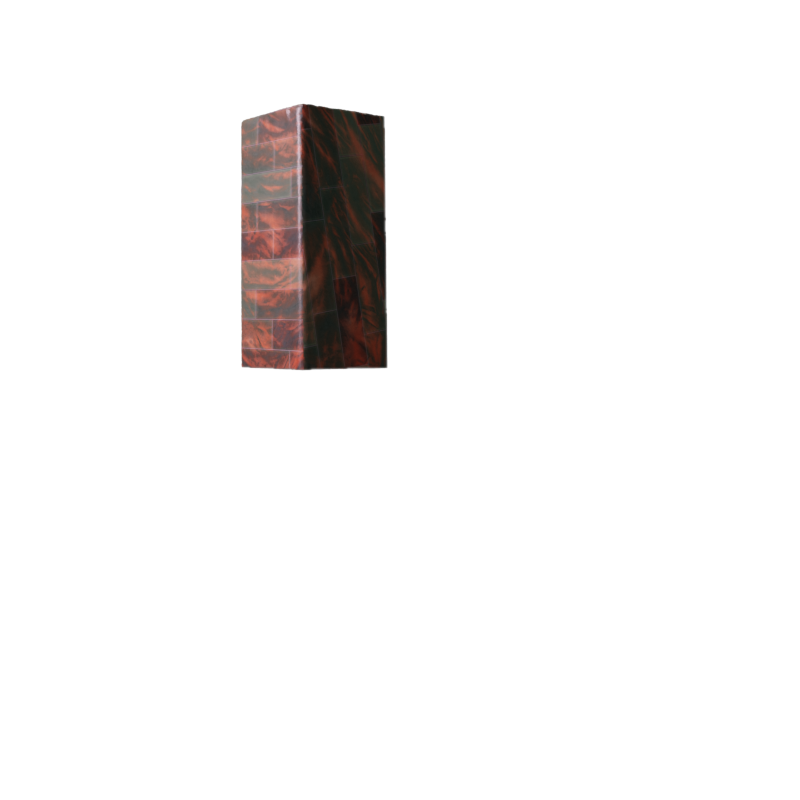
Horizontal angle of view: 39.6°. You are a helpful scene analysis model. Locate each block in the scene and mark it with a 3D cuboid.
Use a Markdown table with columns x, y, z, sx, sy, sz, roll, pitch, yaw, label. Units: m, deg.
| x | y | z | sx | sy | sz | roll | pitch | yaw | label |
| --- | --- | --- | --- | --- | --- | --- | --- | --- | --- |
| -0.072 | -0.130 | 0.912 | 0.086 | 0.208 | 0.094 | 2 | -4 | -39 | block |
